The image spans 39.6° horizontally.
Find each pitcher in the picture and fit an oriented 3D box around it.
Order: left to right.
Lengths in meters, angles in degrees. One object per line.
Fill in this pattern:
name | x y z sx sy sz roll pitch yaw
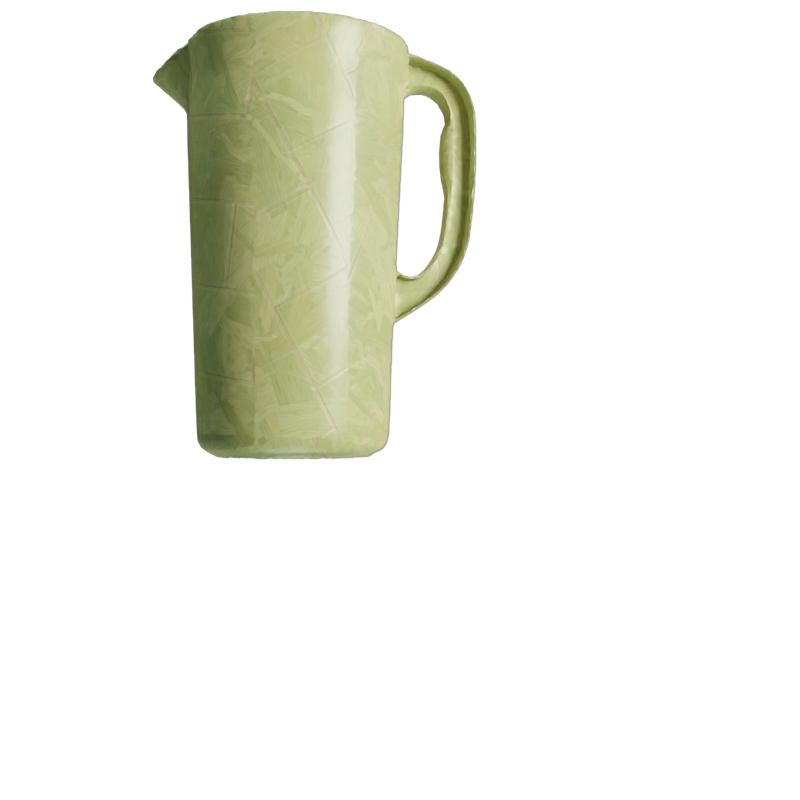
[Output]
pitcher | -0.050 -0.091 0.639 0.154 0.248 0.138 -5 -8 37
